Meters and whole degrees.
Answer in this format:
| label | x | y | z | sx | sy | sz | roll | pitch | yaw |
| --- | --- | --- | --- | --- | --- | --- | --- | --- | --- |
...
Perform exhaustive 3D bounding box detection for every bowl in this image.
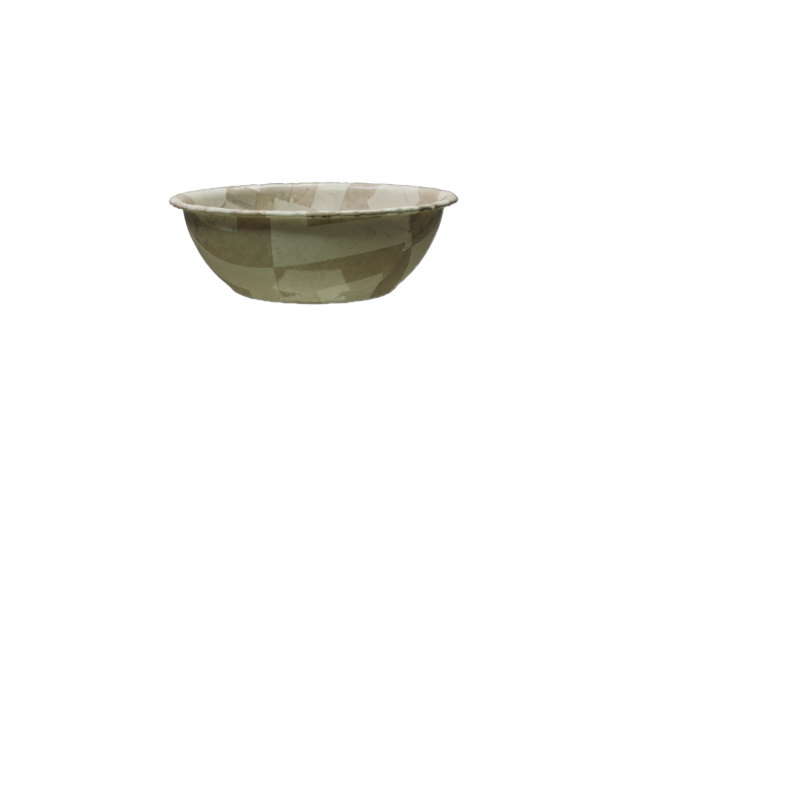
| label | x | y | z | sx | sy | sz | roll | pitch | yaw |
| --- | --- | --- | --- | --- | --- | --- | --- | --- | --- |
| bowl | -0.049 | -0.089 | 0.627 | 0.162 | 0.053 | 0.167 | 0 | 15 | -2 |
